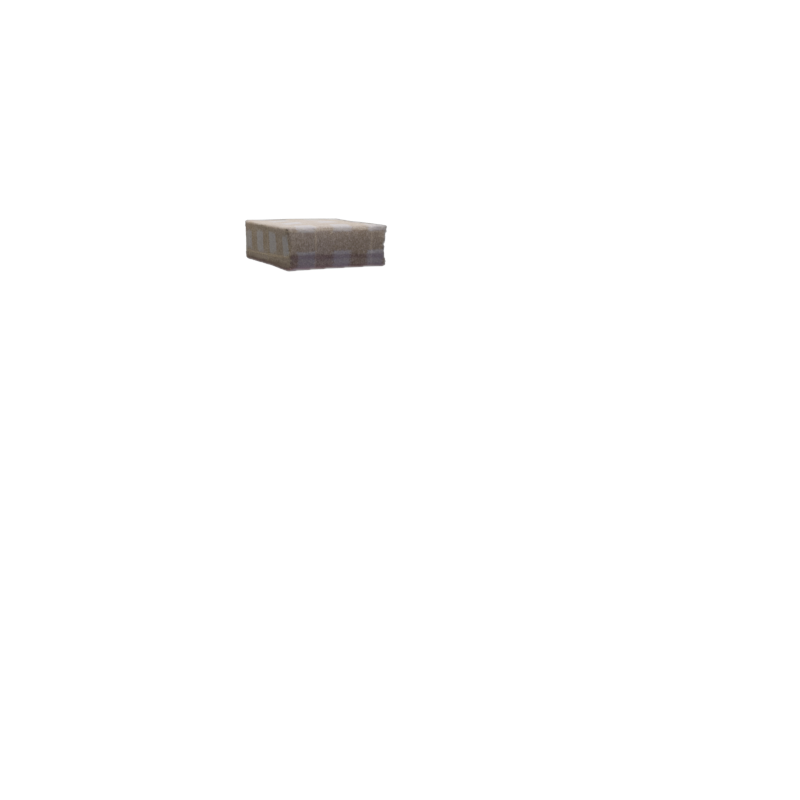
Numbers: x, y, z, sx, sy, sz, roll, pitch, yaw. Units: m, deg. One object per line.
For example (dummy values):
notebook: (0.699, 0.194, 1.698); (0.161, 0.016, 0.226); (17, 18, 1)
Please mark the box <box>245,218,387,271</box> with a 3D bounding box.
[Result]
box: (-0.075, -0.136, 0.952); (0.088, 0.038, 0.119); (-6, 15, -23)
